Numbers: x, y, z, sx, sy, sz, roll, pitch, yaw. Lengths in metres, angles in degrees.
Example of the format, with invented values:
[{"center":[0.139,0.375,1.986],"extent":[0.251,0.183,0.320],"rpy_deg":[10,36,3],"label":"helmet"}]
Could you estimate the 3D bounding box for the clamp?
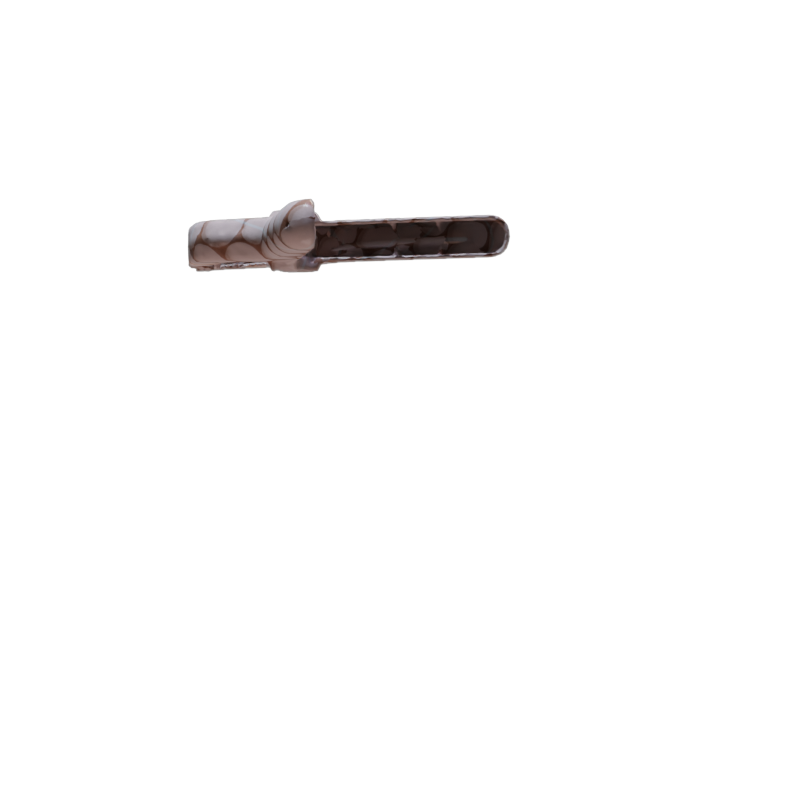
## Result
[{"center":[-0.052,-0.095,0.667],"extent":[0.158,0.036,0.217],"rpy_deg":[-2,4,-38],"label":"clamp"}]
